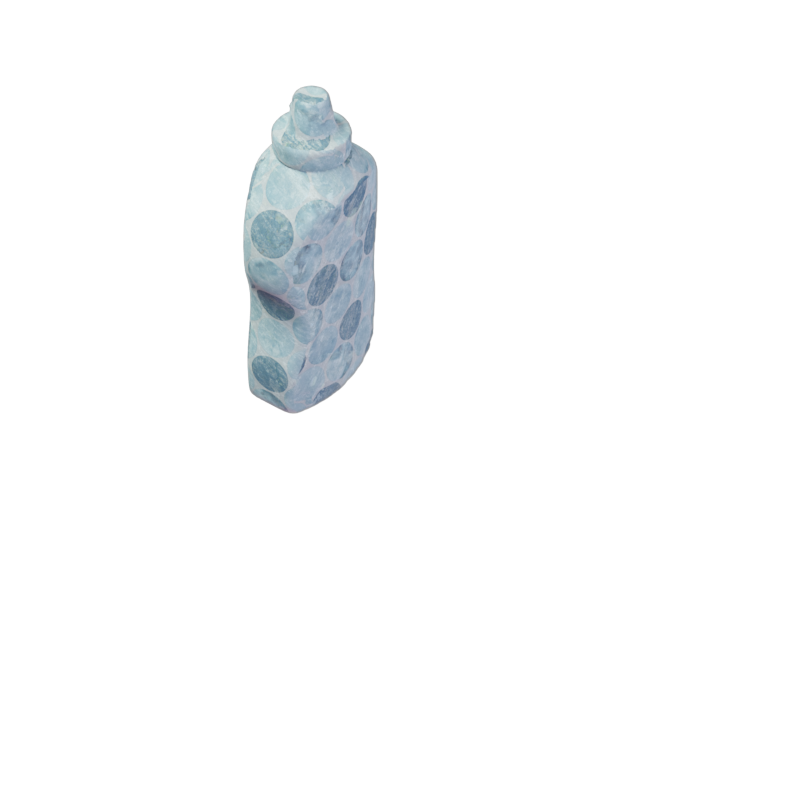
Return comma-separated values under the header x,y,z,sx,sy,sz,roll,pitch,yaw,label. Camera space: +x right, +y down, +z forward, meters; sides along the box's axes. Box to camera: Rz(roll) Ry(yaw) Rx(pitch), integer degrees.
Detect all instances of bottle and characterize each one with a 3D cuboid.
x,y,z,sx,sy,sz,roll,pitch,yaw,label
-0.048,-0.087,0.609,0.061,0.179,0.098,25,49,20,bottle
